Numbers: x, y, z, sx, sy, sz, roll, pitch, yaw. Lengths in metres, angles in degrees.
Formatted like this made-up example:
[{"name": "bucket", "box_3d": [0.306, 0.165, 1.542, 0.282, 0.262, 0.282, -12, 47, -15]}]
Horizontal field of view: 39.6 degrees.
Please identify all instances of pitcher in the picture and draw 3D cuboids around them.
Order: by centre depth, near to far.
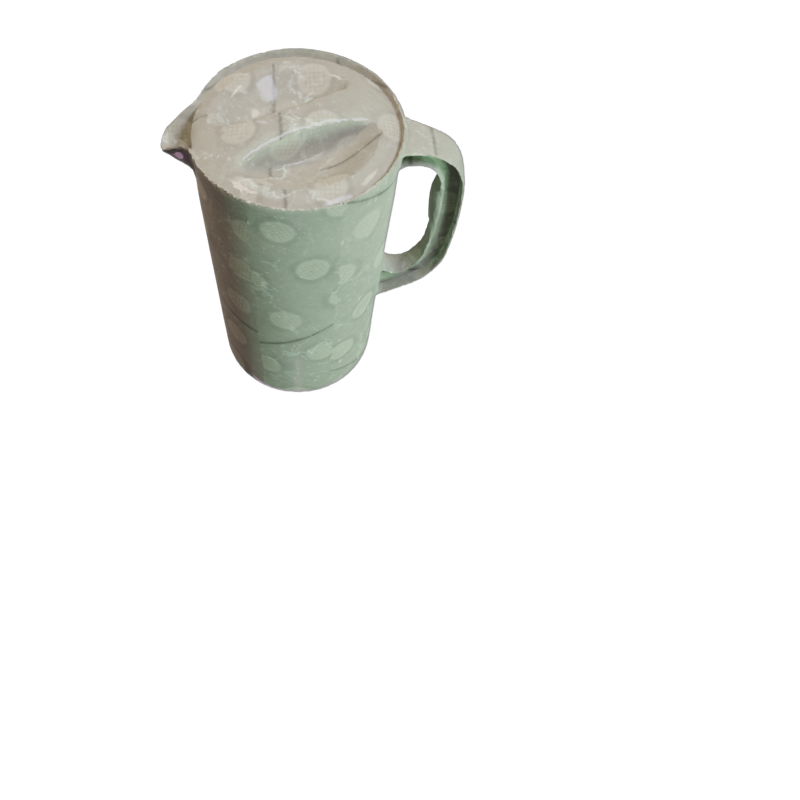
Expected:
[{"name": "pitcher", "box_3d": [-0.059, -0.108, 0.754, 0.146, 0.158, 0.227, -39, -23, -24]}]
